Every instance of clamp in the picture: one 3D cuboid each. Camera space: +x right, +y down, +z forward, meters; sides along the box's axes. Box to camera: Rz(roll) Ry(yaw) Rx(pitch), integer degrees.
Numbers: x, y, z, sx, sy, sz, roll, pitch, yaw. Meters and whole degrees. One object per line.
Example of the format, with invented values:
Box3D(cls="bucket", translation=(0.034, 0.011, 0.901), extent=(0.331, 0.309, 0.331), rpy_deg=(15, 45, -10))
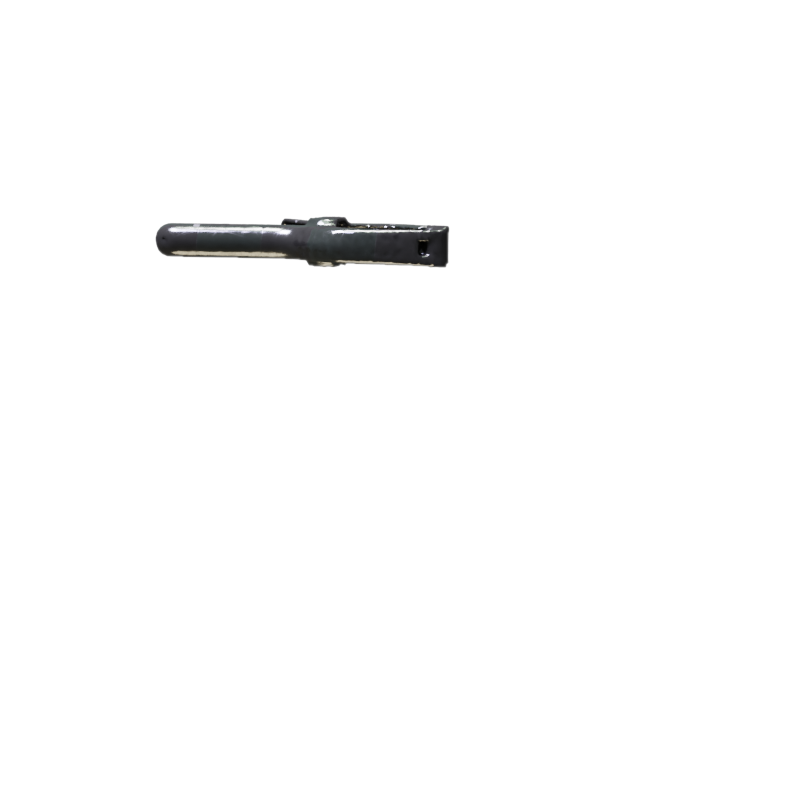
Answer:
Box3D(cls="clamp", translation=(-0.064, -0.117, 0.818), extent=(0.220, 0.036, 0.160), rpy_deg=(10, 15, 39))
